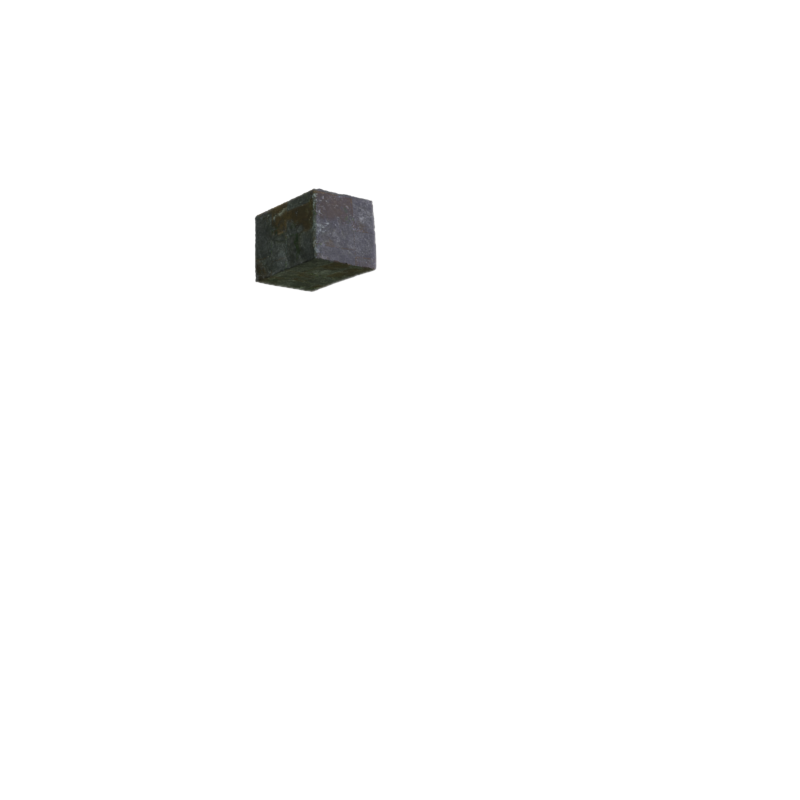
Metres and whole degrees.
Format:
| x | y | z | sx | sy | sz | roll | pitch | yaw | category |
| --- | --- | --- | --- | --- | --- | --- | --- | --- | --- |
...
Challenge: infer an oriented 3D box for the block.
| x | y | z | sx | sy | sz | roll | pitch | yaw | category |
| --- | --- | --- | --- | --- | --- | --- | --- | --- | --- |
| -0.061 | -0.111 | 0.779 | 0.050 | 0.053 | 0.079 | 9 | -15 | -38 | block |
